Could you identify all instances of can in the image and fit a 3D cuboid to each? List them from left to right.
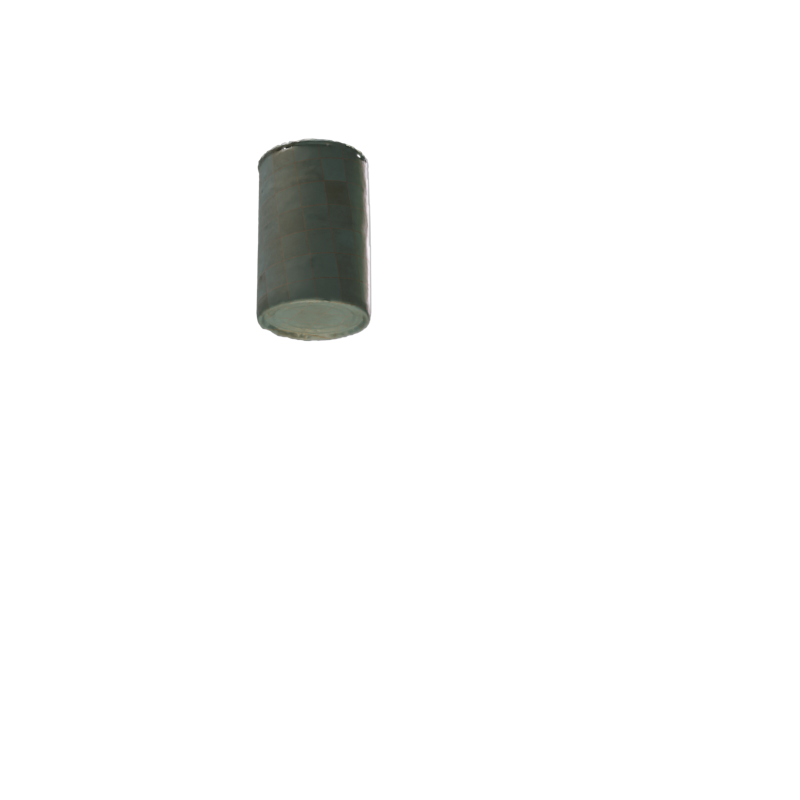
[{"bbox_3d":[-0.051,-0.094,0.656,0.068,0.108,0.065,0,-22,-2],"label":"can"}]
